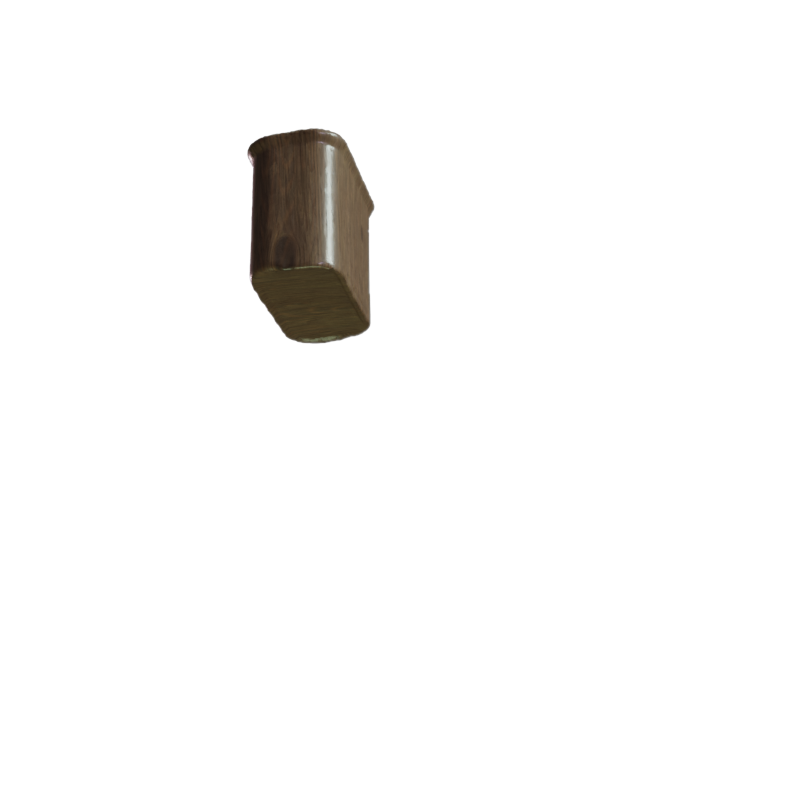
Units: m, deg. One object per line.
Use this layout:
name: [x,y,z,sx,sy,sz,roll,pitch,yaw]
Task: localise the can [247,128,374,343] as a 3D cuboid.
can: [-0.049,-0.090,0.627,0.058,0.089,0.095,-7,-26,11]
